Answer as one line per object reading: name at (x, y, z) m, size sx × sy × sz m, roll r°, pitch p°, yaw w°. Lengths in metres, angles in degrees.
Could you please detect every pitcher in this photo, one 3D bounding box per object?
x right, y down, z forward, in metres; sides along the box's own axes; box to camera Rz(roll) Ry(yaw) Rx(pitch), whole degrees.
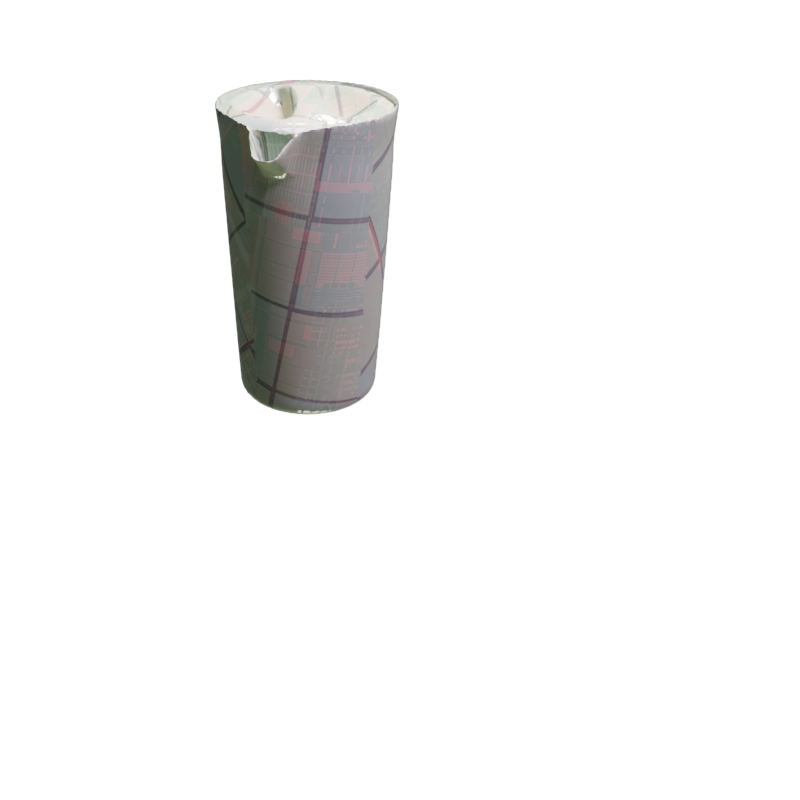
pitcher at (-0.067, -0.122, 0.857) m, size 0.146 × 0.230 × 0.156 m, roll -12°, pitch 29°, yaw -26°
